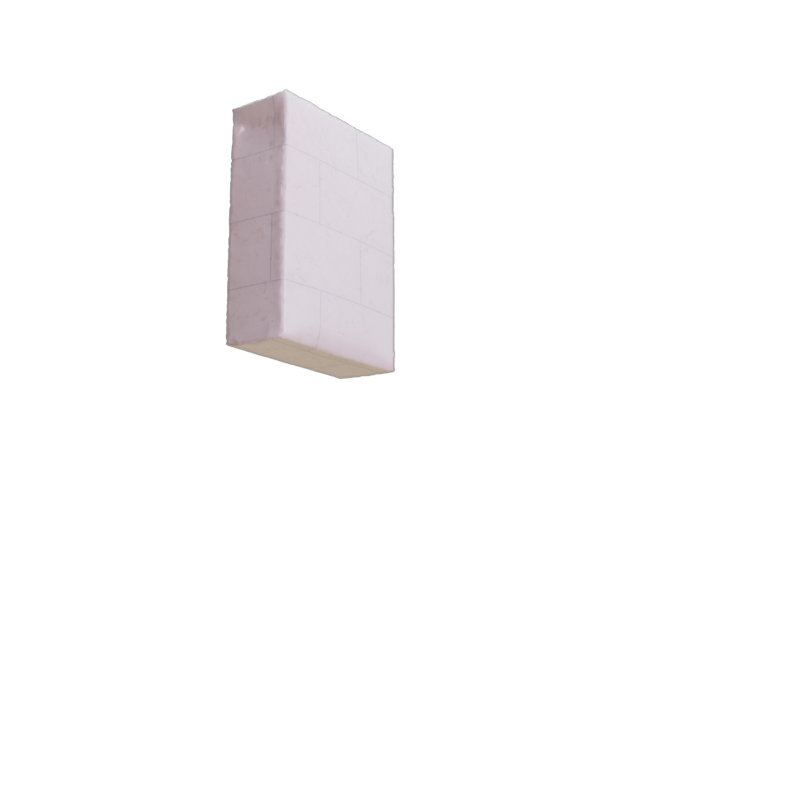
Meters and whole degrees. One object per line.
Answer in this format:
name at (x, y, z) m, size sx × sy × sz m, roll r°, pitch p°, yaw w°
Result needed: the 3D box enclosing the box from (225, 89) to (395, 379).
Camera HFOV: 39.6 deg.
box at (-0.075, -0.137, 0.961) m, size 0.073 × 0.223 × 0.154 m, roll -12°, pitch -19°, yaw 33°
